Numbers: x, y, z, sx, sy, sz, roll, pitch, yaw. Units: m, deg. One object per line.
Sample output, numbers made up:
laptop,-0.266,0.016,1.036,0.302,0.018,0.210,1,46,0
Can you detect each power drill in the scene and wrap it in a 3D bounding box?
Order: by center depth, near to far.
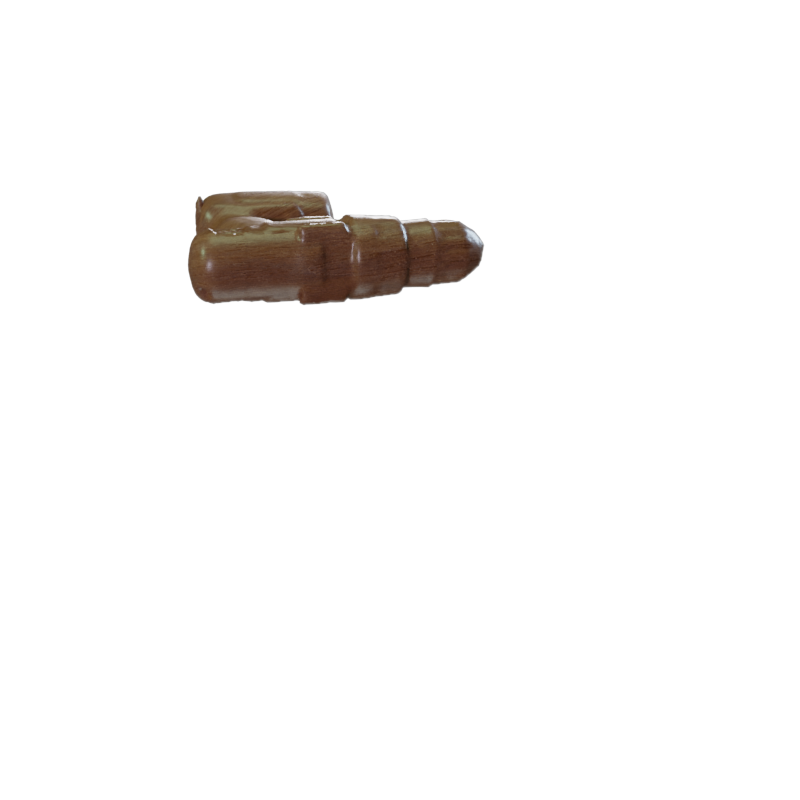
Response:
power drill,-0.058,-0.106,0.745,0.181,0.056,0.196,-4,14,-15
